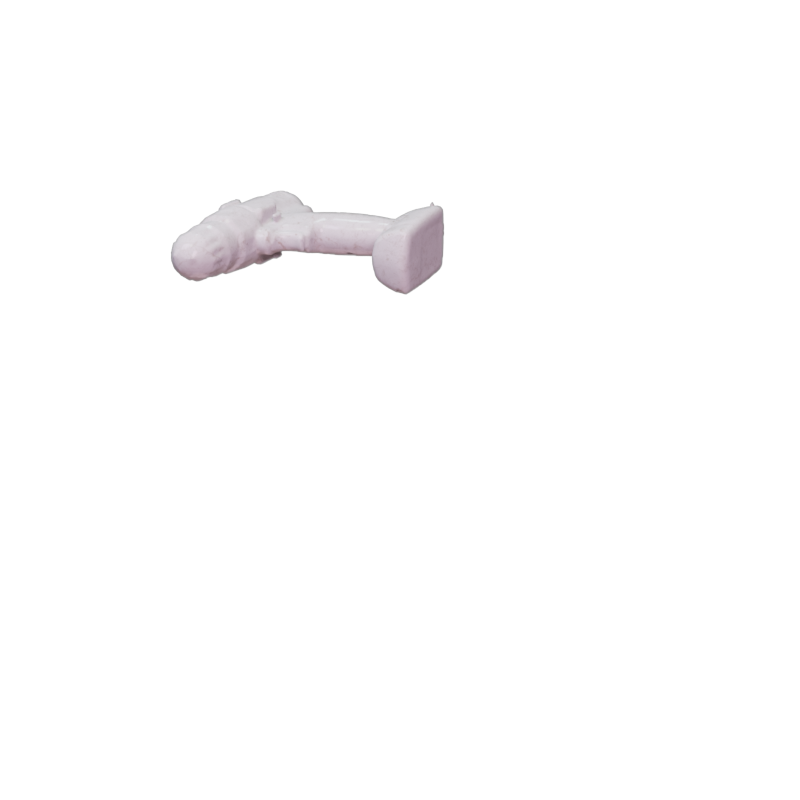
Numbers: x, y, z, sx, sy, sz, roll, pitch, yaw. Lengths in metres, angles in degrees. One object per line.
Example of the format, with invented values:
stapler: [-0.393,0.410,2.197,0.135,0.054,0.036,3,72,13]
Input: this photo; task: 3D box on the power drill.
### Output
power drill: [-0.070,-0.128,0.898,0.194,0.055,0.186,9,25,21]
